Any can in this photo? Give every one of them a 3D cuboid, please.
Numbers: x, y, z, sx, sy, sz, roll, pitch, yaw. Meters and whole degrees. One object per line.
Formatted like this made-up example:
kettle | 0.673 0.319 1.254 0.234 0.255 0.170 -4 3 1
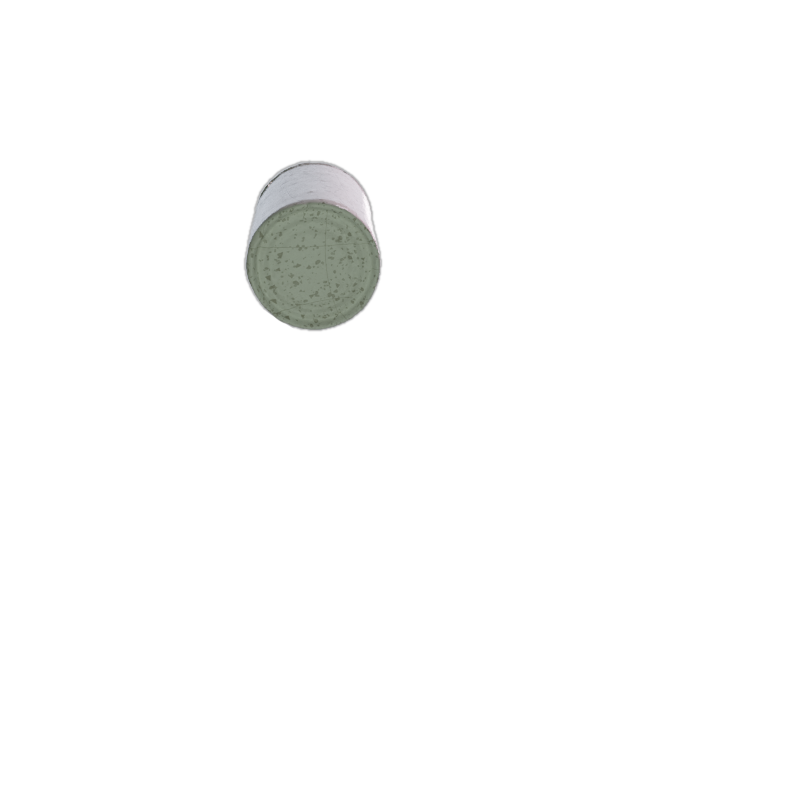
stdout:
can | -0.046 -0.084 0.589 0.068 0.066 0.107 0 20 -3
